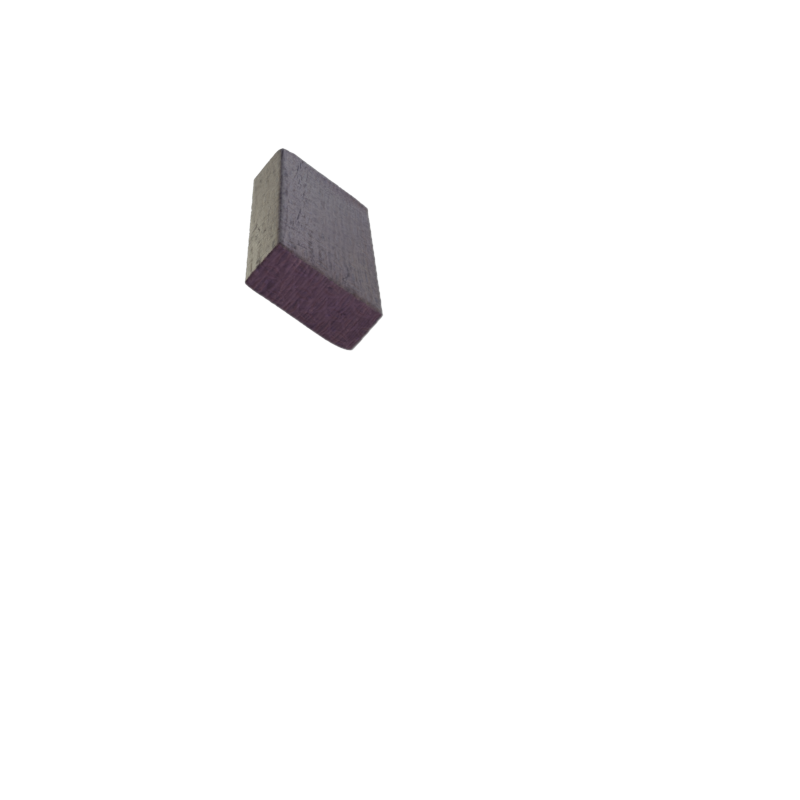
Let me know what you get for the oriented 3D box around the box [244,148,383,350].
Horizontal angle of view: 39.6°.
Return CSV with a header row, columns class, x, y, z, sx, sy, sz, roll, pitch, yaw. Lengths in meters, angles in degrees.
class,x,y,z,sx,sy,sz,roll,pitch,yaw
box,-0.064,-0.117,0.821,0.089,0.047,0.188,33,26,-23
